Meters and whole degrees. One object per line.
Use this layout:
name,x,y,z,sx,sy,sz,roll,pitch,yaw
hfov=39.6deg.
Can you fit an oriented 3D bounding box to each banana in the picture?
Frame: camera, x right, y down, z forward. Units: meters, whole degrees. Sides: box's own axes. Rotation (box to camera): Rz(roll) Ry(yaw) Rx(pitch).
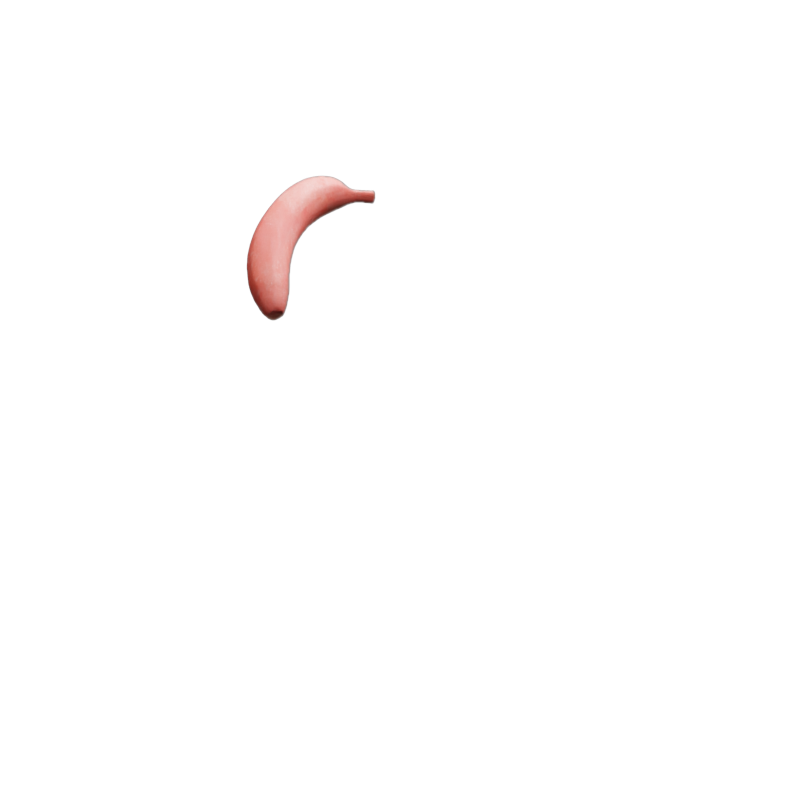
banana,-0.089,-0.142,0.947,0.072,0.034,0.205,16,45,16
